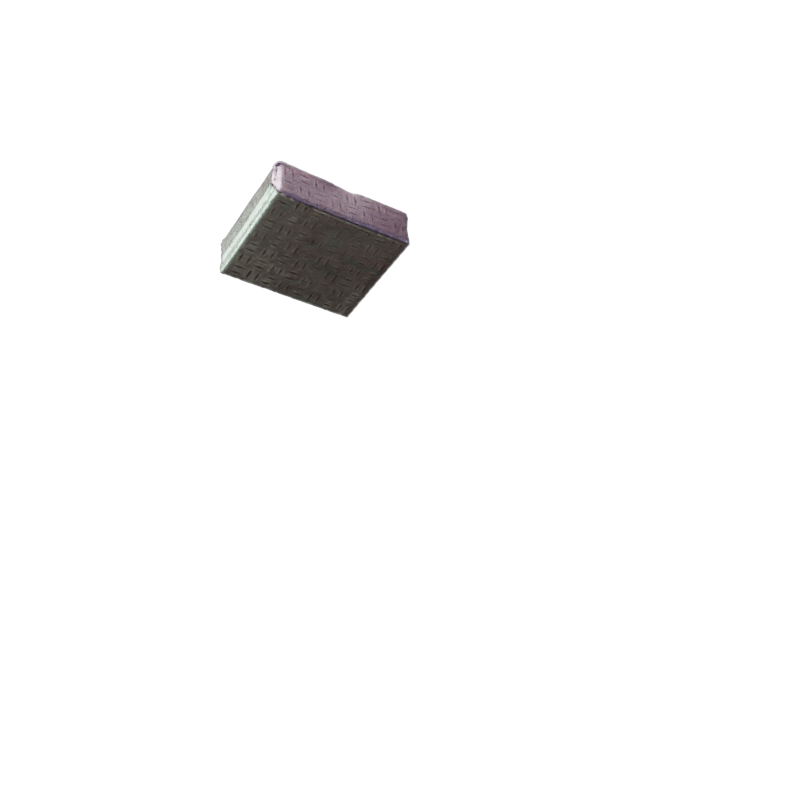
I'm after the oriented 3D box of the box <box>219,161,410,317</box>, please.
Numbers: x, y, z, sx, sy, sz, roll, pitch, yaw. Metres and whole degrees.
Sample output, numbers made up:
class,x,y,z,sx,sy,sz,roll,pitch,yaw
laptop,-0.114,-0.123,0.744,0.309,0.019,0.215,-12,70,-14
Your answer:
class,x,y,z,sx,sy,sz,roll,pitch,yaw
box,-0.051,-0.093,0.648,0.086,0.032,0.071,20,-46,-22
